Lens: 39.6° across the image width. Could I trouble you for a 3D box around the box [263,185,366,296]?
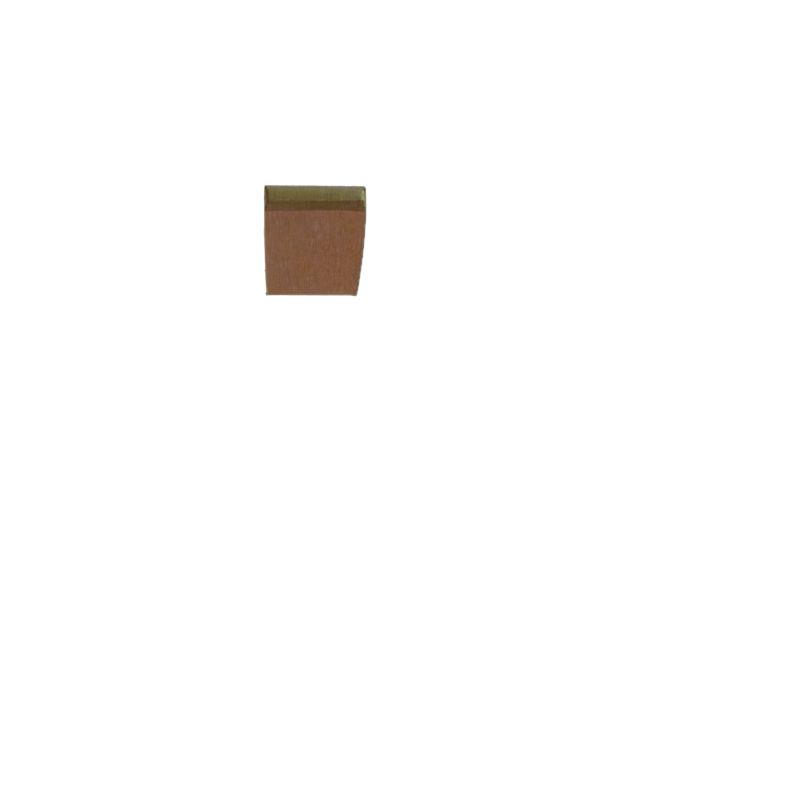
[{"bbox_3d":[-0.078,-0.142,0.995,0.089,0.042,0.106,2,-43,-3],"label":"box"}]
